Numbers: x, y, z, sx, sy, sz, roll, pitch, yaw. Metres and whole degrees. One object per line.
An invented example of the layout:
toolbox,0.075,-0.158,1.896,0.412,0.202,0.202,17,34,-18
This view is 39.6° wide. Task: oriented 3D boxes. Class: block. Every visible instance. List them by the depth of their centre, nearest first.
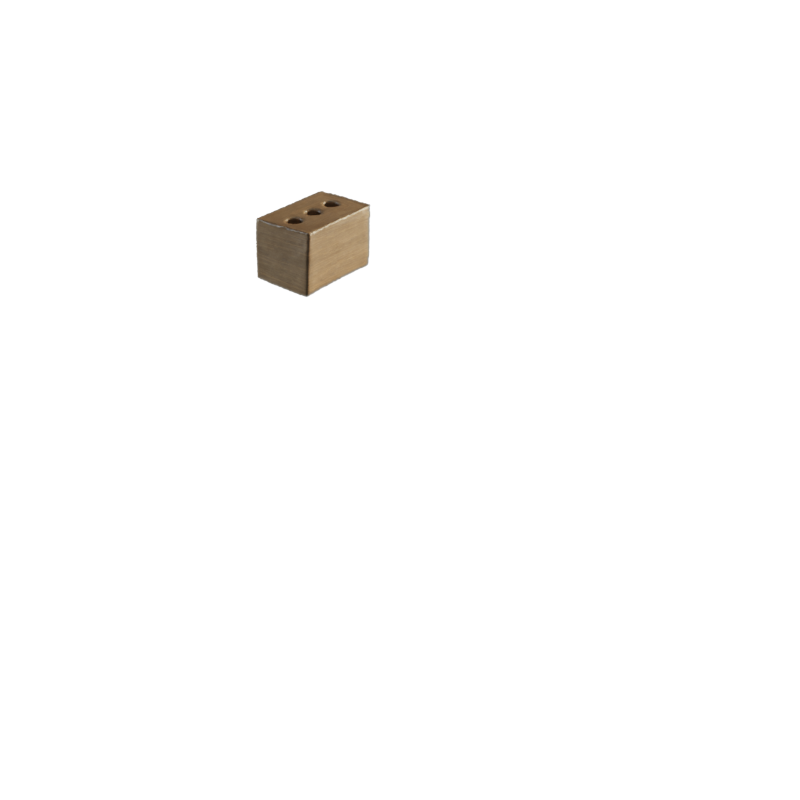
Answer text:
block,-0.067,-0.121,0.850,0.056,0.048,0.078,19,34,31
